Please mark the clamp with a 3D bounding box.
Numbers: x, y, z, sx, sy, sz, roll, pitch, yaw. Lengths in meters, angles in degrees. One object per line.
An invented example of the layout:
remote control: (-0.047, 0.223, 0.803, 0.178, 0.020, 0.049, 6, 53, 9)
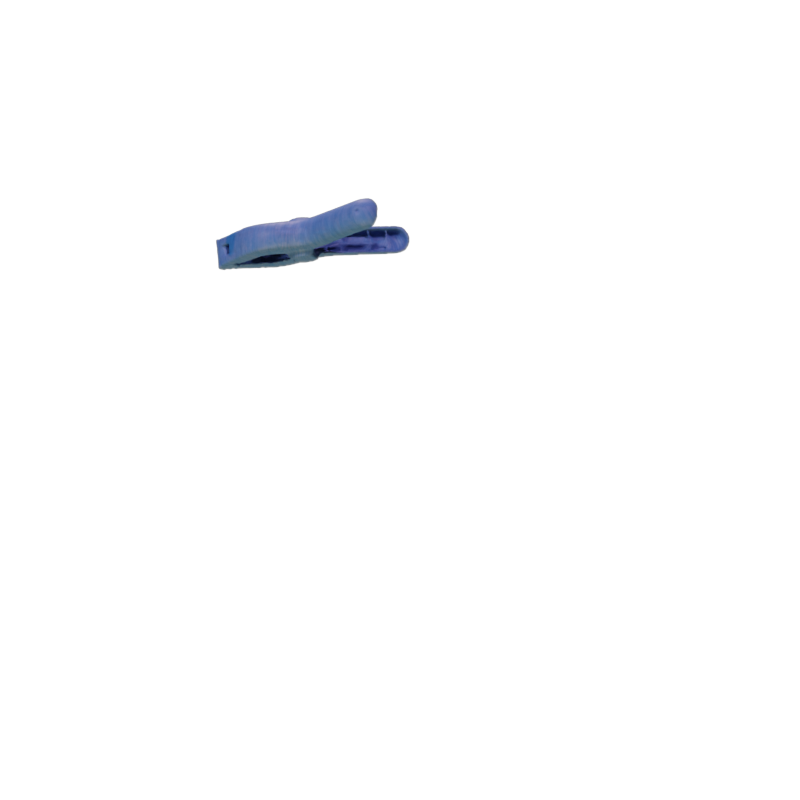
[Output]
clamp: (-0.077, -0.141, 0.987, 0.175, 0.041, 0.113, -6, -14, 25)
